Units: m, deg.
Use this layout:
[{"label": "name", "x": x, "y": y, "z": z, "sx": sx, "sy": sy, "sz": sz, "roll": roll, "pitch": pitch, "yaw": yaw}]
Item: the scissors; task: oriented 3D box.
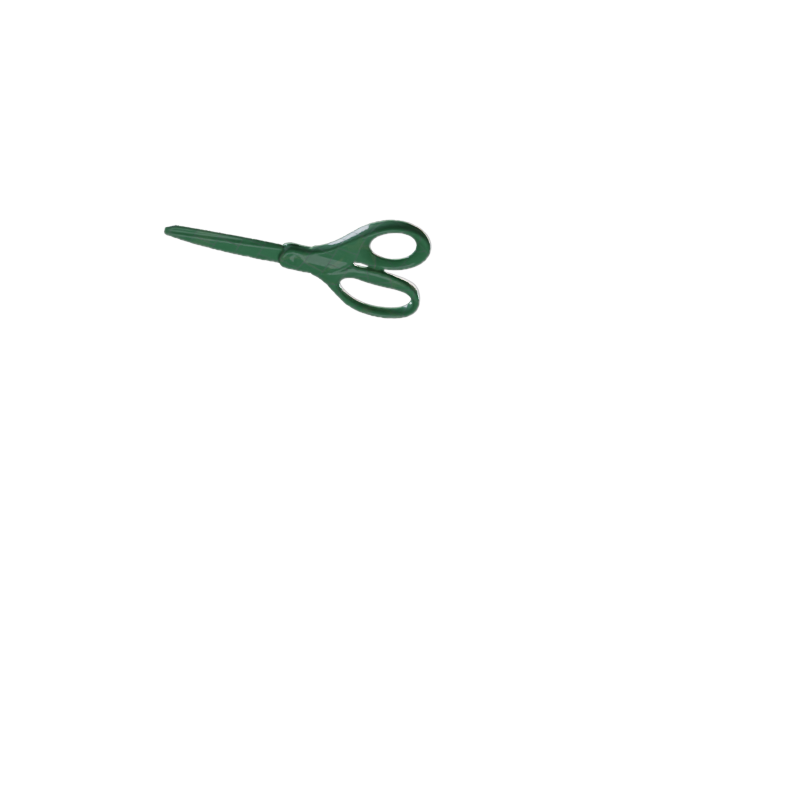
[{"label": "scissors", "x": -0.065, "y": -0.118, "z": 0.824, "sx": 0.194, "sy": 0.093, "sz": 0.017, "roll": 24, "pitch": 36, "yaw": -18}]
